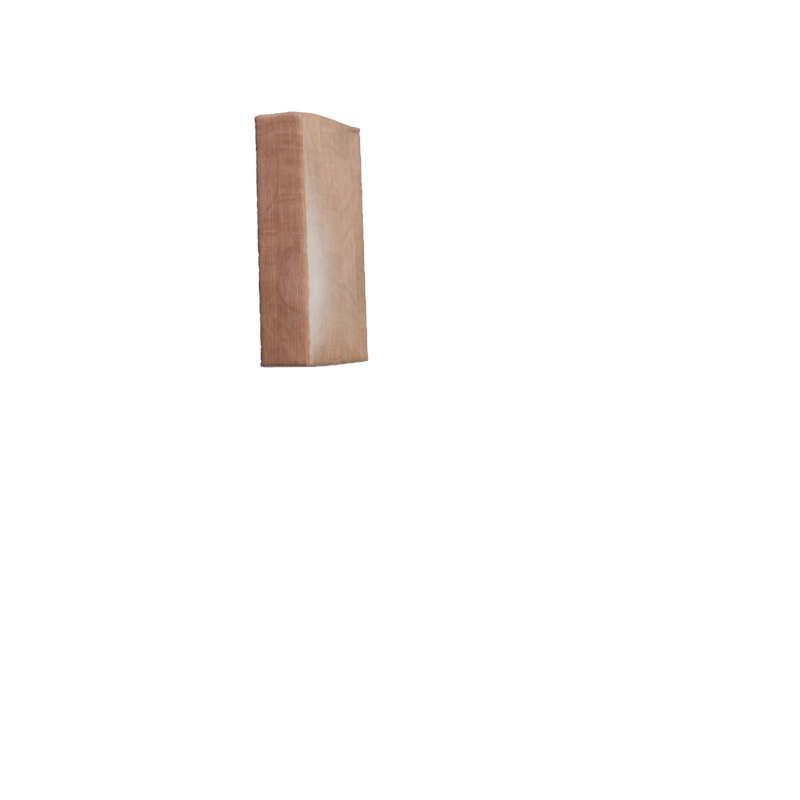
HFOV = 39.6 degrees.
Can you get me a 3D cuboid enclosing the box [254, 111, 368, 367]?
[{"bbox_3d":[-0.062,-0.114,0.796,0.049,0.177,0.090,-1,-1,27],"label":"box"}]
